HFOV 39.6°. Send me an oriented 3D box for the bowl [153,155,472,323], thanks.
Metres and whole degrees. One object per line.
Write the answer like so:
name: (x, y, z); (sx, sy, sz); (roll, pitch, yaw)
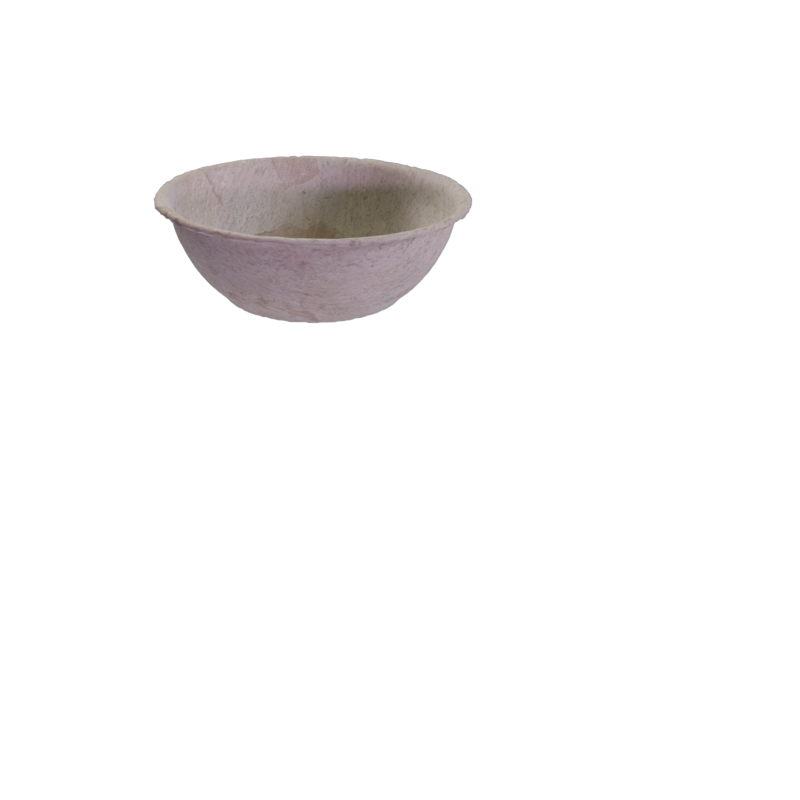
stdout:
bowl: (-0.045, -0.082, 0.573); (0.162, 0.052, 0.170); (-1, 24, -2)
